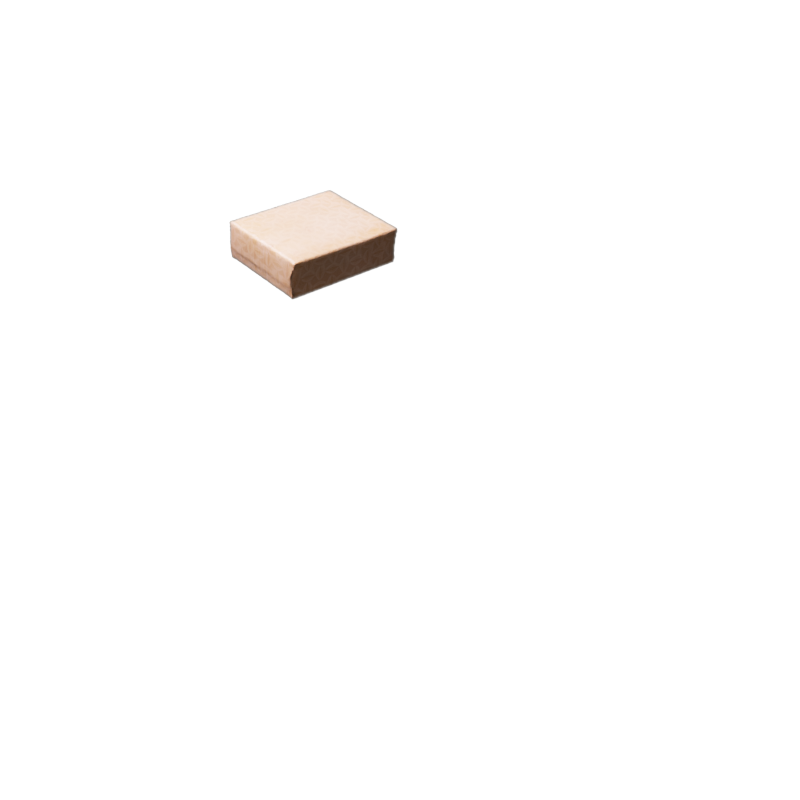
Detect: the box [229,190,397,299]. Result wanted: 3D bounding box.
[{"bbox_3d":[-0.073,-0.133,0.933,0.113,0.036,0.096,-26,42,-33],"label":"box"}]
